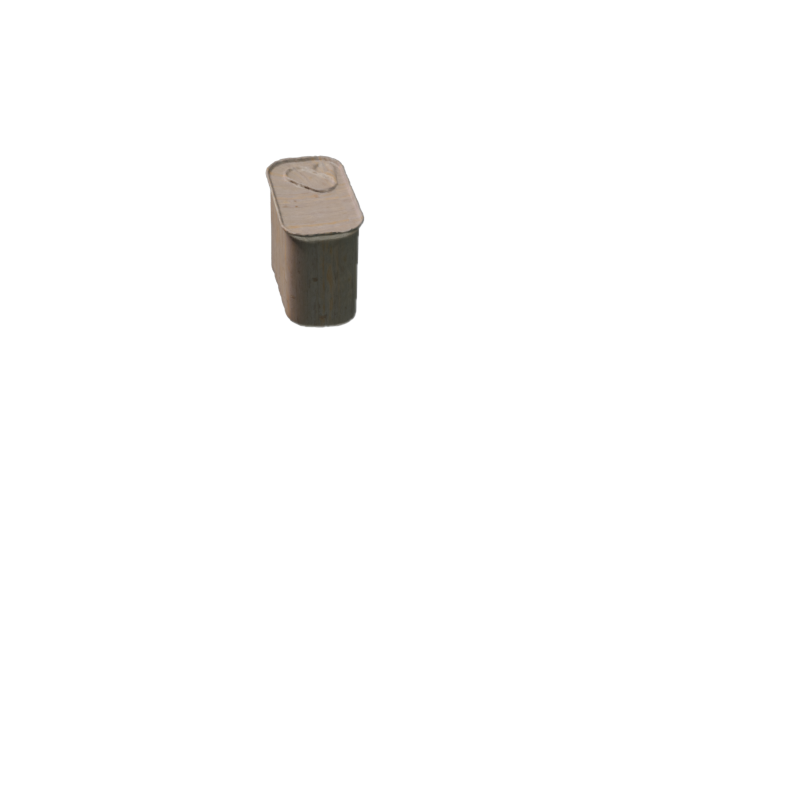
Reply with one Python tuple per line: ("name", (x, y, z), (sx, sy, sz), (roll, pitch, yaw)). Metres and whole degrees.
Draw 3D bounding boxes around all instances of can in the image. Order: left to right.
("can", (-0.062, -0.113, 0.794), (0.057, 0.078, 0.110), (-7, 40, -11))
